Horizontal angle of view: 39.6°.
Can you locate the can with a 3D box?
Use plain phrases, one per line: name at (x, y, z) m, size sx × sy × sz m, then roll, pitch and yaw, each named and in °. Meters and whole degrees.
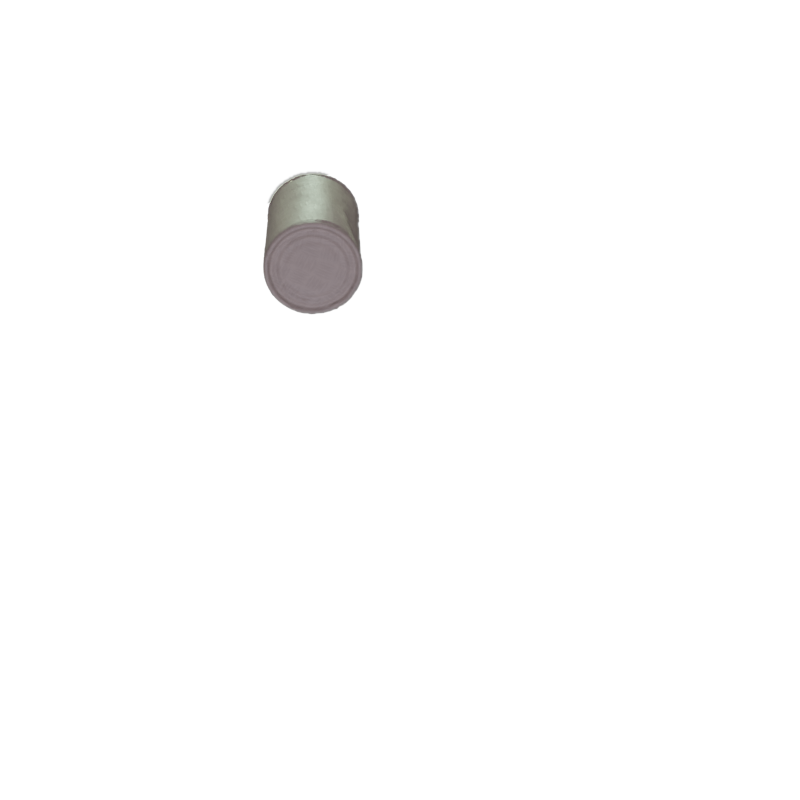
can at (-0.061, -0.111, 0.776) m, size 0.068 × 0.065 × 0.108 m, roll 0°, pitch 27°, yaw -3°
